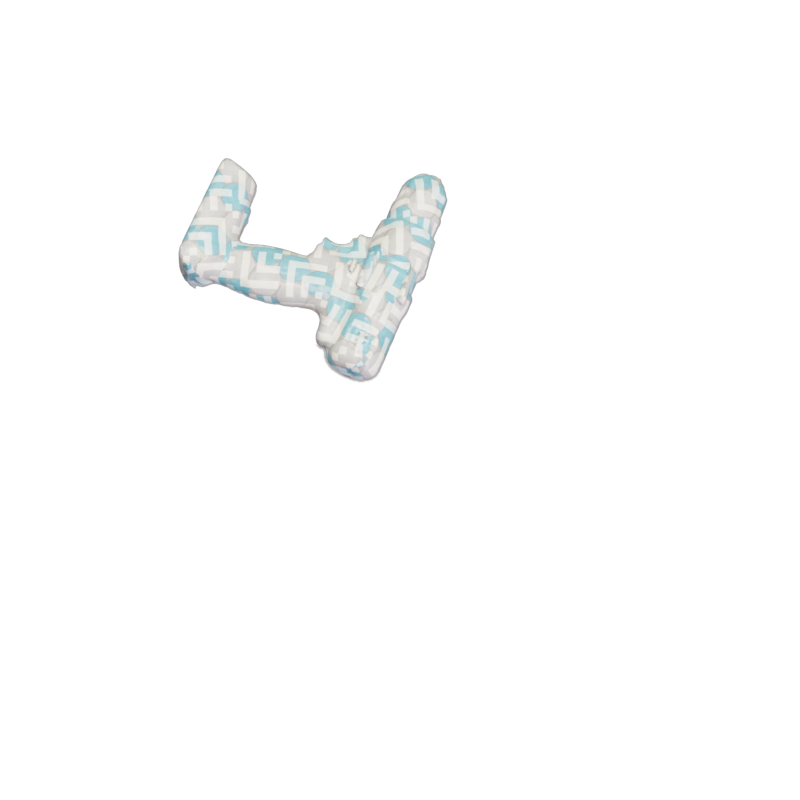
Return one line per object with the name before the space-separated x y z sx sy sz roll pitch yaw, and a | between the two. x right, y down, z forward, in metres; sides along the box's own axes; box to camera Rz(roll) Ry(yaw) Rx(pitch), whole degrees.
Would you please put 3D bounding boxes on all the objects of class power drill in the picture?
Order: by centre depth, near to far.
power drill | -0.070 -0.128 0.895 0.191 0.191 0.054 20 -22 8
